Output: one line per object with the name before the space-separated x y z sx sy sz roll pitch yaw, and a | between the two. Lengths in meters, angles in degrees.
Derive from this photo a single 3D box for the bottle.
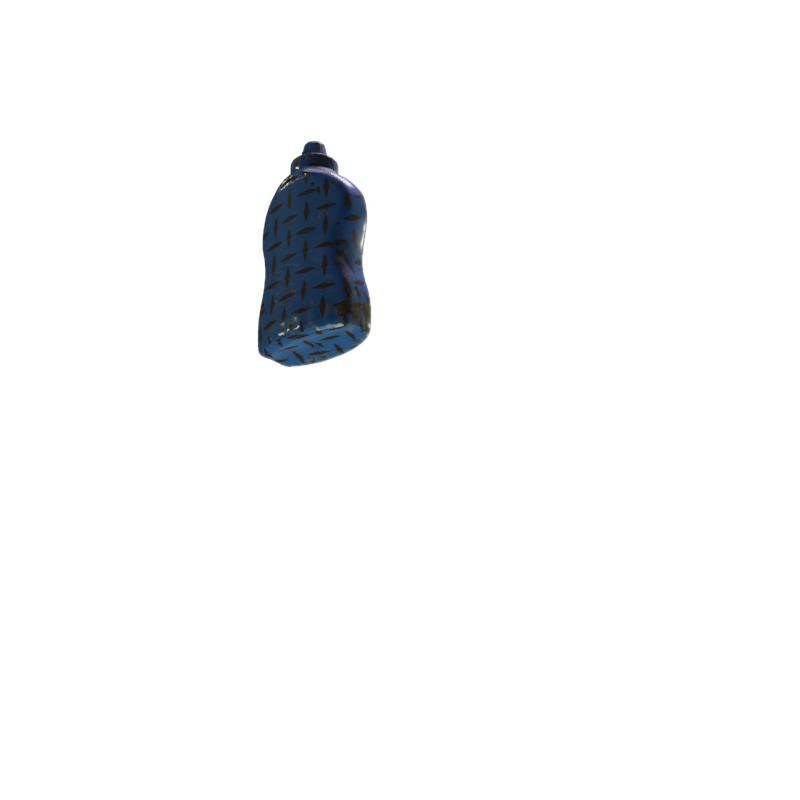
bottle | -0.070 -0.129 0.904 0.097 0.204 0.055 -23 -35 35
